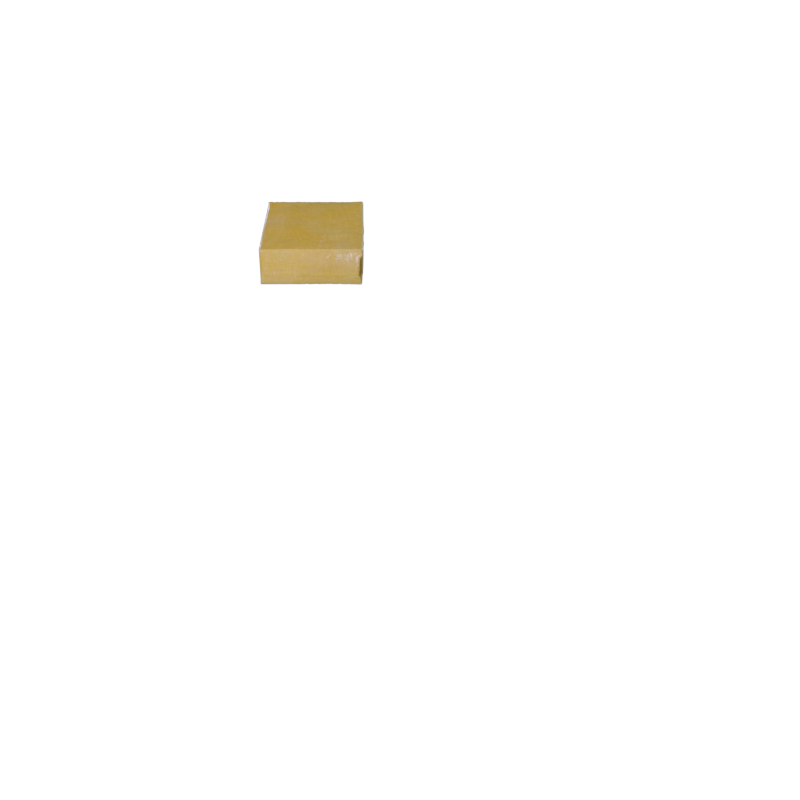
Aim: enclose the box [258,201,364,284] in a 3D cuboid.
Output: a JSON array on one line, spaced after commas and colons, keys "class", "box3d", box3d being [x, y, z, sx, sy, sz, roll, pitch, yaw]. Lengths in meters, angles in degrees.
[{"class": "box", "box3d": [-0.078, -0.142, 0.994, 0.090, 0.037, 0.120, 0, 28, 0]}]
